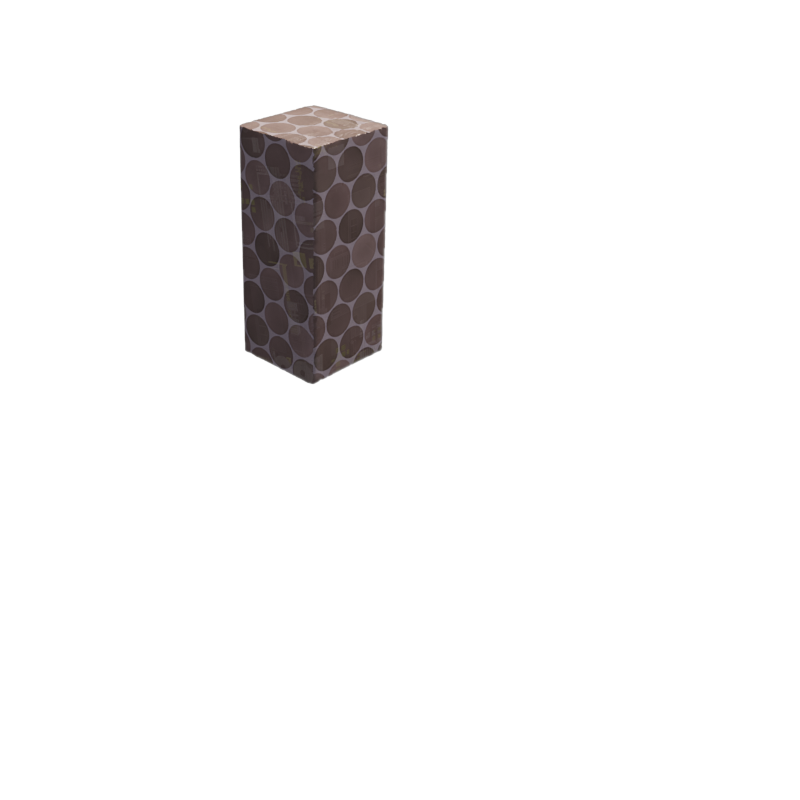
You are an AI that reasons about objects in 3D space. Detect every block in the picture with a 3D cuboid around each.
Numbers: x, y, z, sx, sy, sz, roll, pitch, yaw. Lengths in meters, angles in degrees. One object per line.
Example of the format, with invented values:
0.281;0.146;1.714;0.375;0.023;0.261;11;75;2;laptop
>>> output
-0.074;-0.134;0.939;0.096;0.196;0.090;23;32;37;block
